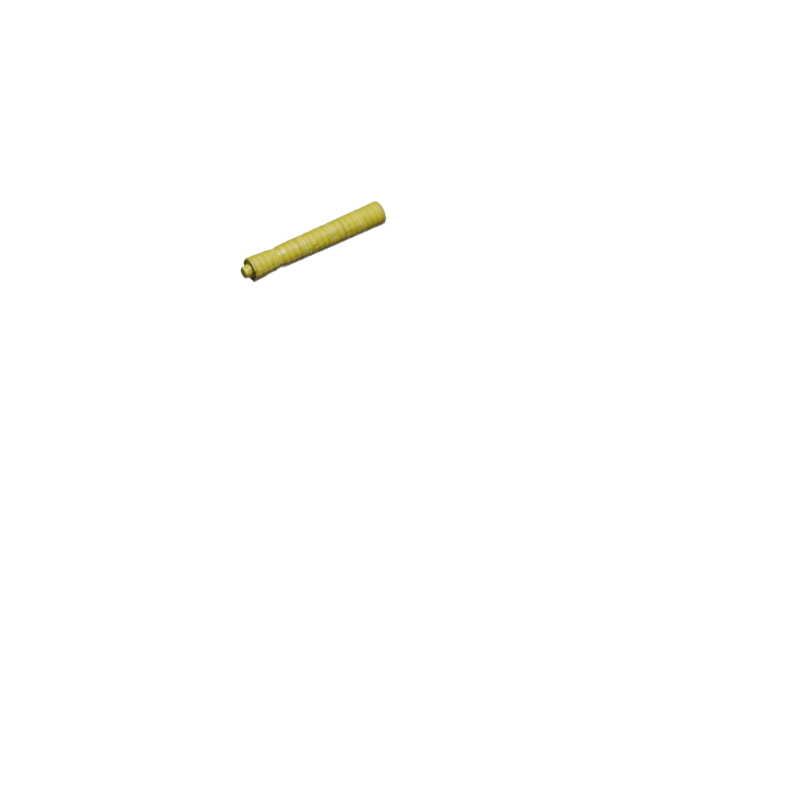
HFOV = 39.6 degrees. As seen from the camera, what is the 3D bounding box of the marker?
[{"bbox_3d":[-0.065,-0.118,0.825,0.120,0.019,0.020,-28,16,-23],"label":"marker"}]
